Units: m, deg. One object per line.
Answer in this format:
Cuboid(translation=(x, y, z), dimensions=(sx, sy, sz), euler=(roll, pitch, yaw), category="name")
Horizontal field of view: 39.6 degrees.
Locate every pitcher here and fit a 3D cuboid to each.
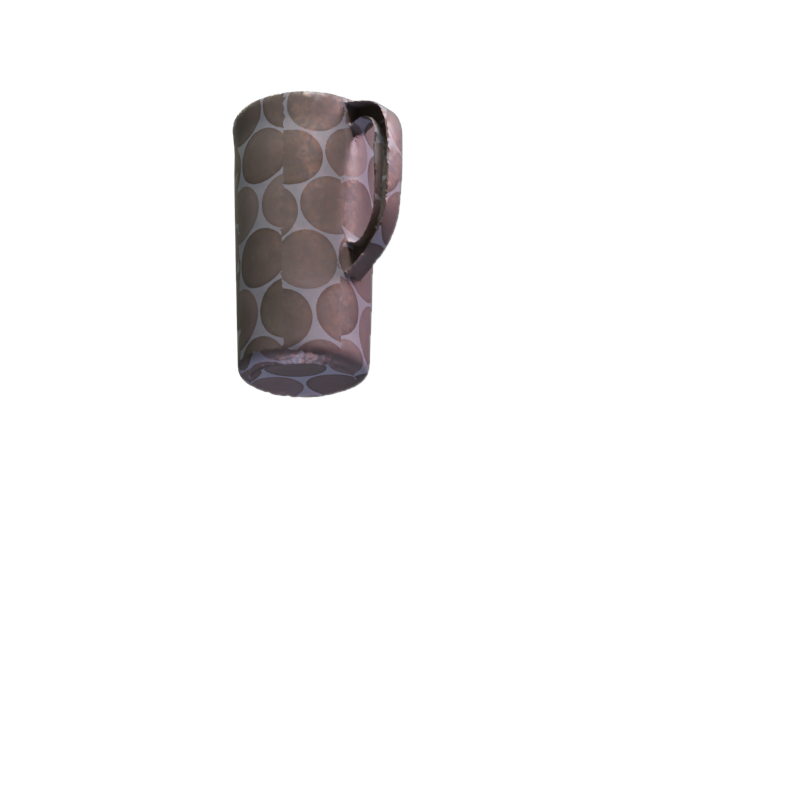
Cuboid(translation=(-0.074, -0.135, 0.943), dimensions=(0.144, 0.256, 0.142), euler=(0, -23, -4), category="pitcher")
